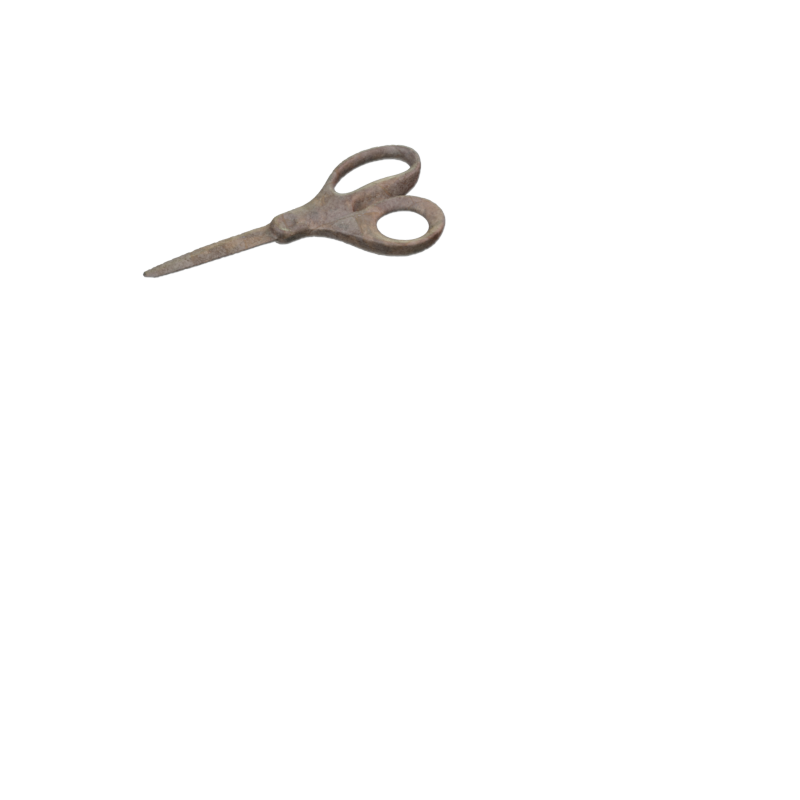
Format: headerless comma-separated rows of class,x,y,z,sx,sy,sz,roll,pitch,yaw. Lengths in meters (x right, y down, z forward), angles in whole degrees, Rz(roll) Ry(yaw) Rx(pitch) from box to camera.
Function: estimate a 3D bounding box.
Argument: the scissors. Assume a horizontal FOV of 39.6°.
scissors,-0.056,-0.102,0.715,0.203,0.102,0.015,-36,-28,-22
